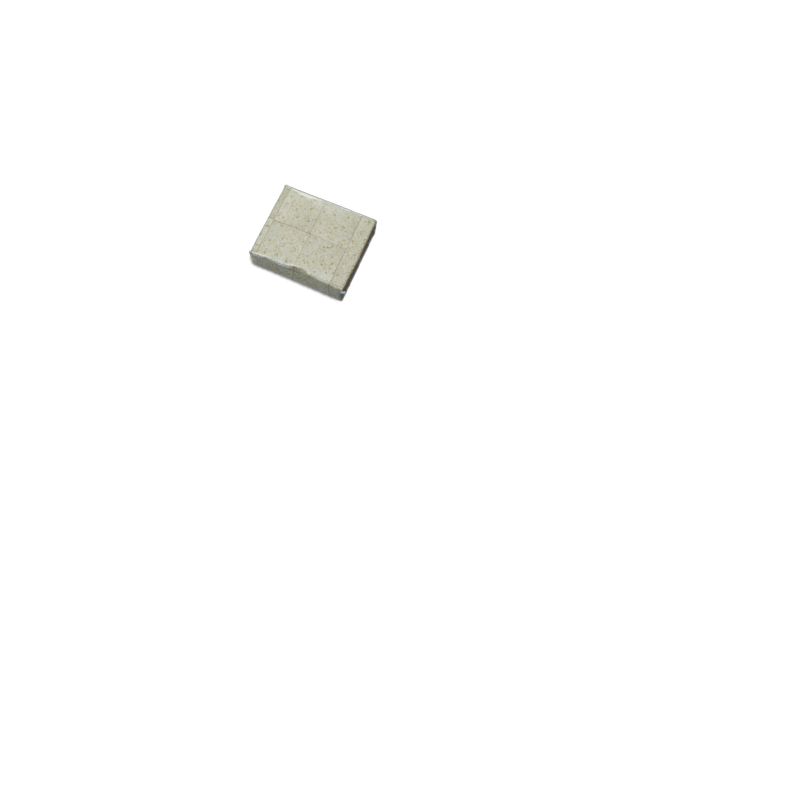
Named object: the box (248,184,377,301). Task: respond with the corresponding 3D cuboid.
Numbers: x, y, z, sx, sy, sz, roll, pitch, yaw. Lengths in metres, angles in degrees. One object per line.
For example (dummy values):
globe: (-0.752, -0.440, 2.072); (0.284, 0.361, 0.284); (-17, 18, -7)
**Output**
box: (-0.075, -0.137, 0.956); (0.091, 0.075, 0.029); (23, -22, 9)
